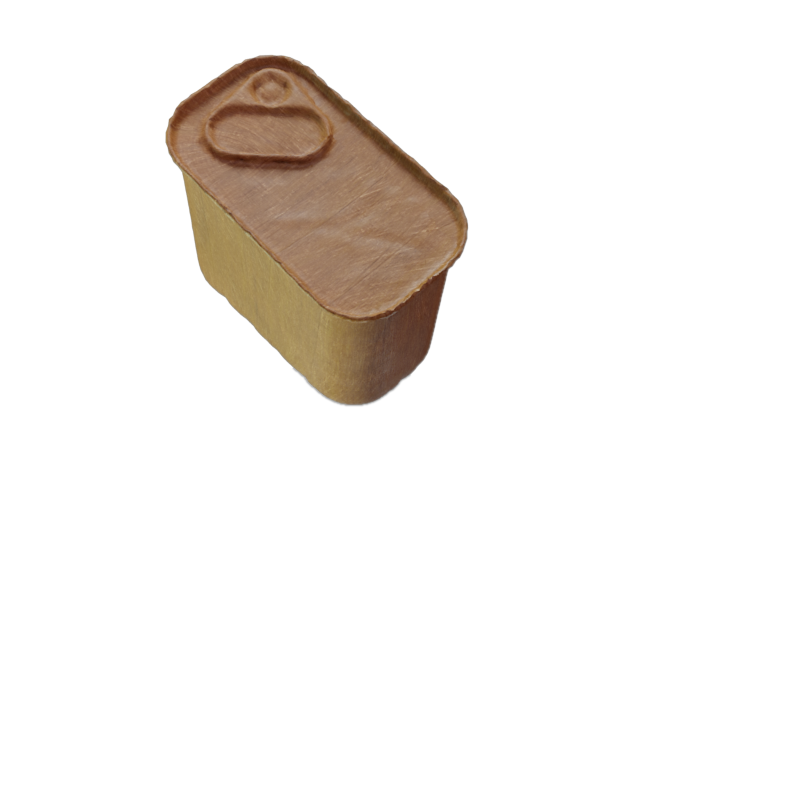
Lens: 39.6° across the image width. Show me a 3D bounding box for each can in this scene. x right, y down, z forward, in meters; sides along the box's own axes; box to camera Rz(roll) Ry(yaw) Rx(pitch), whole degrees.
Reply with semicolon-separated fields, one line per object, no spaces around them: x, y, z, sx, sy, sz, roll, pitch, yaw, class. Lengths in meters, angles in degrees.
-0.030;-0.055;0.383;0.058;0.107;0.079;-39;-19;-18;can
